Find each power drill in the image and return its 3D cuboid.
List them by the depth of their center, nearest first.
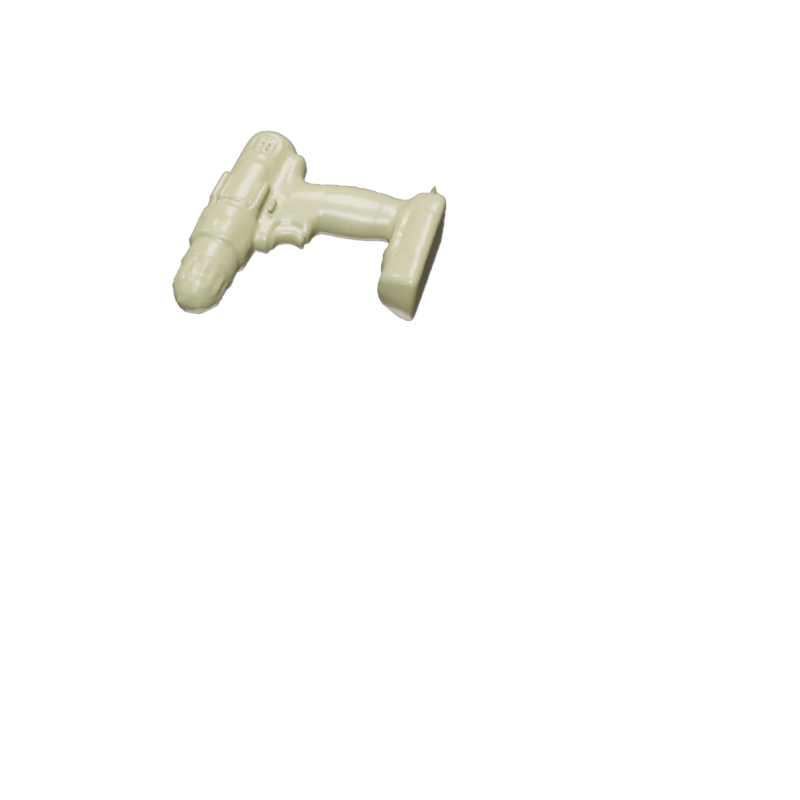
[{"bbox_3d":[-0.069,-0.125,0.876,0.192,0.193,0.054,16,-33,10],"label":"power drill"}]
